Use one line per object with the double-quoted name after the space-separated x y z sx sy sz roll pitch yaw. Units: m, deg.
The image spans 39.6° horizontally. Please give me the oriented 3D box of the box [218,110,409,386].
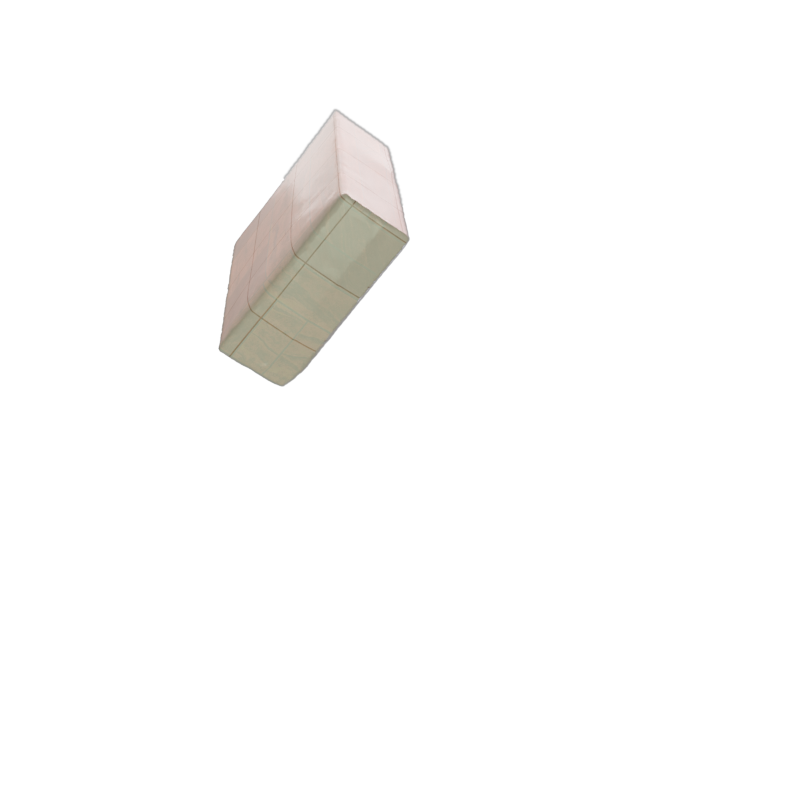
-0.073 -0.133 0.930 0.069 0.161 0.226 34 21 -20 "box"
